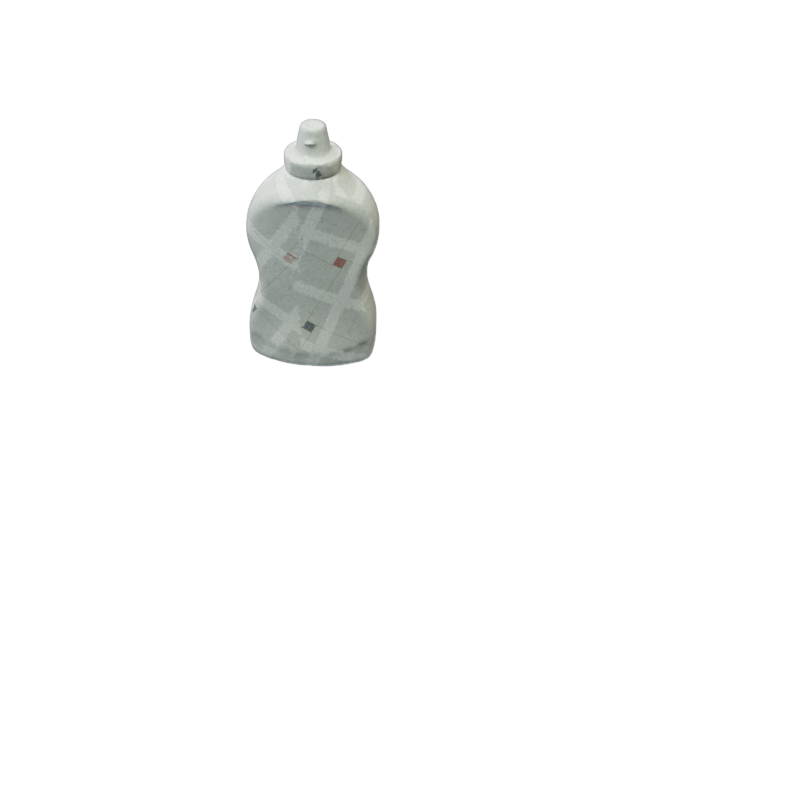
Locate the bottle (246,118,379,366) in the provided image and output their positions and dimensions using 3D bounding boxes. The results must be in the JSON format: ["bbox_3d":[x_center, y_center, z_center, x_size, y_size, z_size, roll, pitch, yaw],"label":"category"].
[{"bbox_3d":[-0.064,-0.116,0.811,0.097,0.180,0.062,6,34,5],"label":"bottle"}]
